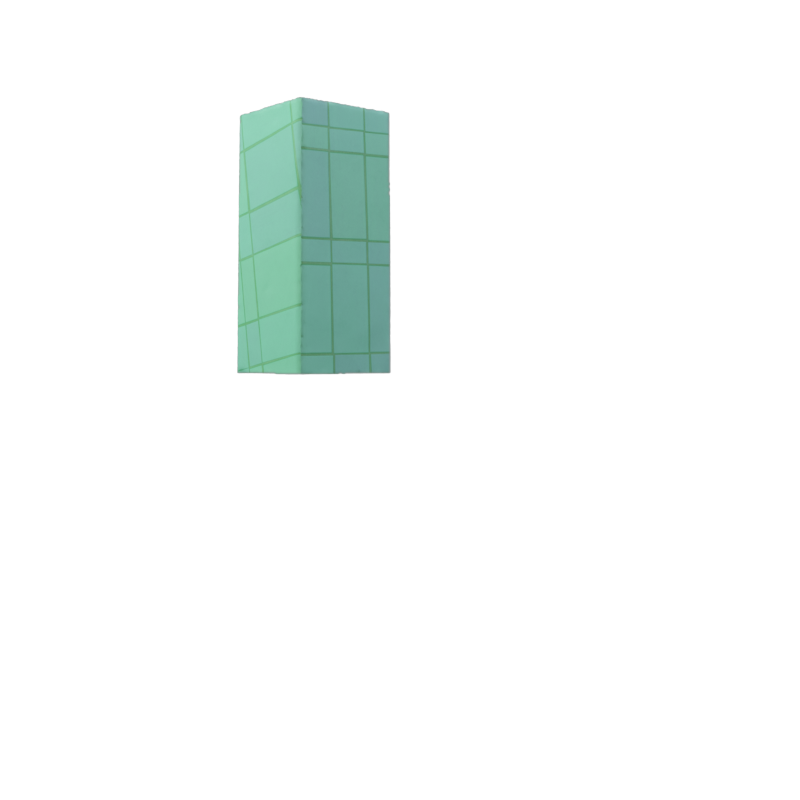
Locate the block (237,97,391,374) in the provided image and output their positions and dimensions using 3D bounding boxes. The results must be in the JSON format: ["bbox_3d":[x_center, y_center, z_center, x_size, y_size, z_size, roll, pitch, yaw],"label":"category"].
[{"bbox_3d":[-0.069,-0.125,0.875,0.087,0.209,0.093,3,-6,-39],"label":"block"}]
